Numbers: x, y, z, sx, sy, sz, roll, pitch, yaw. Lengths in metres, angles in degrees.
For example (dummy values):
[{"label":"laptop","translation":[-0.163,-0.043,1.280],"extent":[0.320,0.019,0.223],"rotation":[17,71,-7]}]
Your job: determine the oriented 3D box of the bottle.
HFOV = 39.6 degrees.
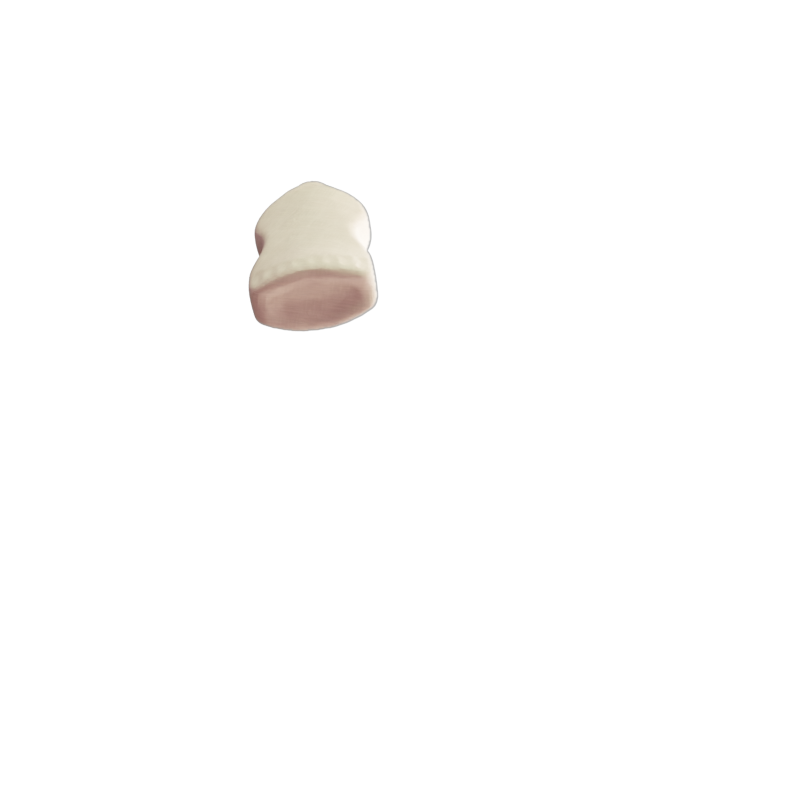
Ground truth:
[{"label":"bottle","translation":[-0.071,-0.130,0.906],"extent":[0.096,0.055,0.204],"rotation":[-10,33,3]}]
